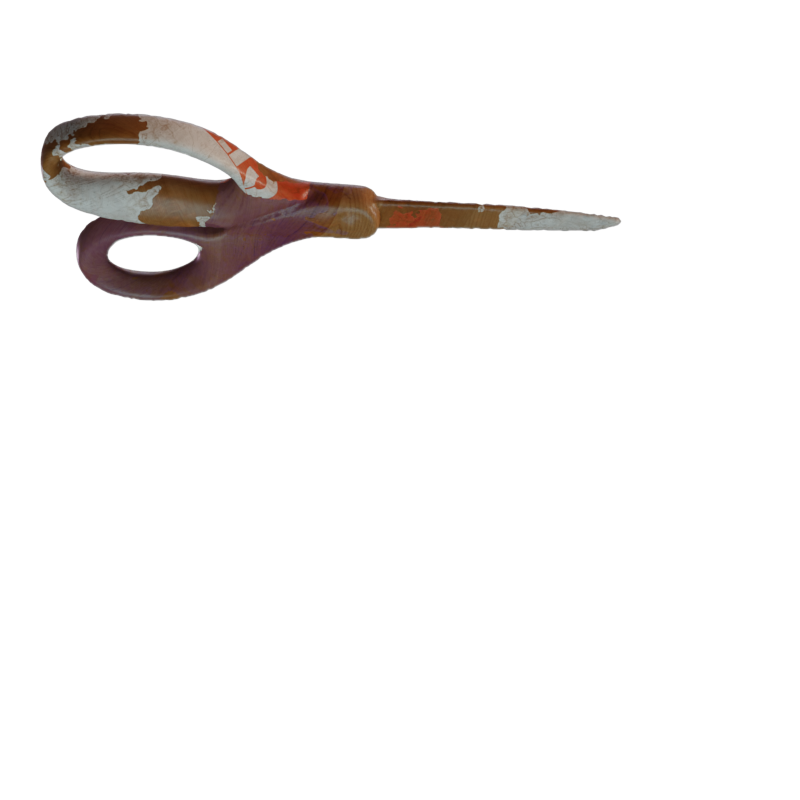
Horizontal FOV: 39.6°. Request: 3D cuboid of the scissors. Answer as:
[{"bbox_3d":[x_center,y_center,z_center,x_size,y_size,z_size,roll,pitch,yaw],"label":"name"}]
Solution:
[{"bbox_3d":[-0.032,-0.058,0.405,0.196,0.017,0.092,11,-36,-16],"label":"scissors"}]
